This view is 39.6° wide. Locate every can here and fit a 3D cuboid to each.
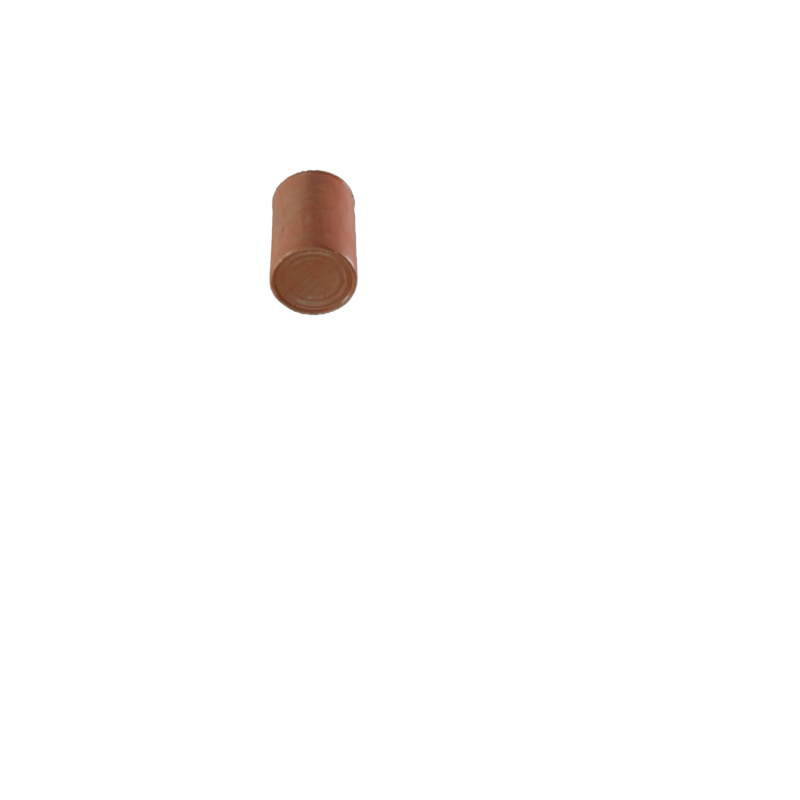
[{"bbox_3d":[-0.068,-0.123,0.863,0.068,0.064,0.110,-1,41,-3],"label":"can"}]
